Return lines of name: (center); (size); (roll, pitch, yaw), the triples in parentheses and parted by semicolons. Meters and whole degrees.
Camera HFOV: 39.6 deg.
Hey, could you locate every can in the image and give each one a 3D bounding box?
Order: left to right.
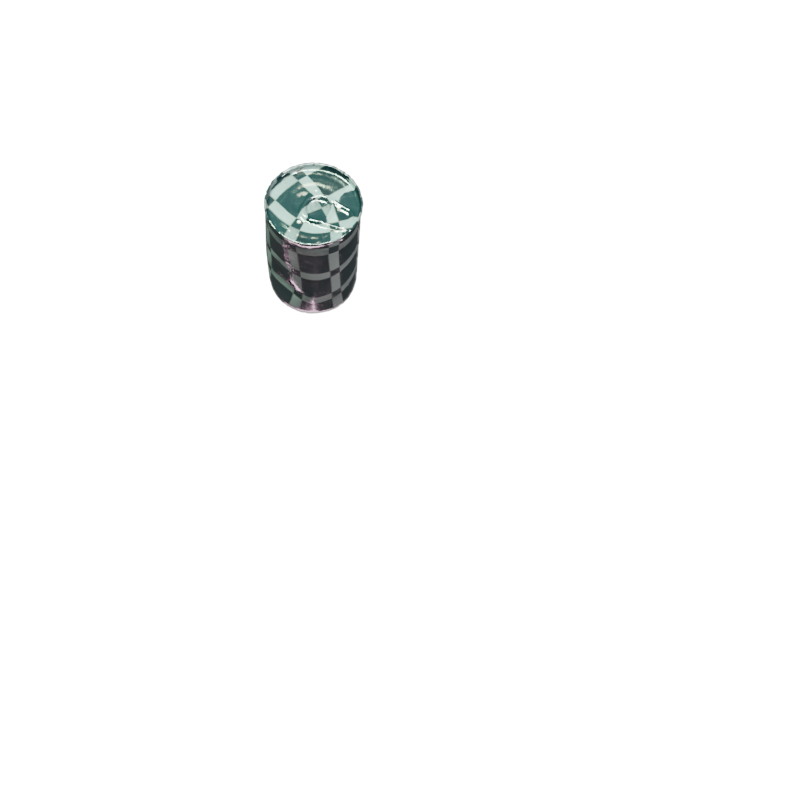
can: (-0.063, -0.114, 0.802); (0.068, 0.073, 0.096); (0, -27, -3)
